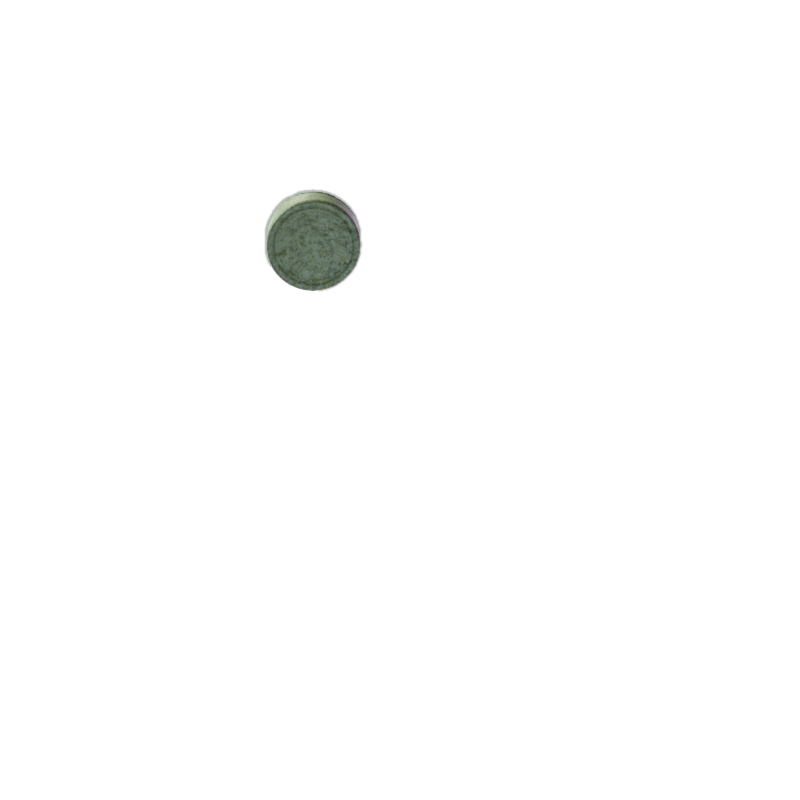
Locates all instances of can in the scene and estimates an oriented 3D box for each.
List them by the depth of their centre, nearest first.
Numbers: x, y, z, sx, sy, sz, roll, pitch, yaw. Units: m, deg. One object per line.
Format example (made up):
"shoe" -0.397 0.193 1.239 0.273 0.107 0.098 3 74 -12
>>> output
"can" -0.078 -0.142 0.992 0.086 0.083 0.035 0 18 -1
